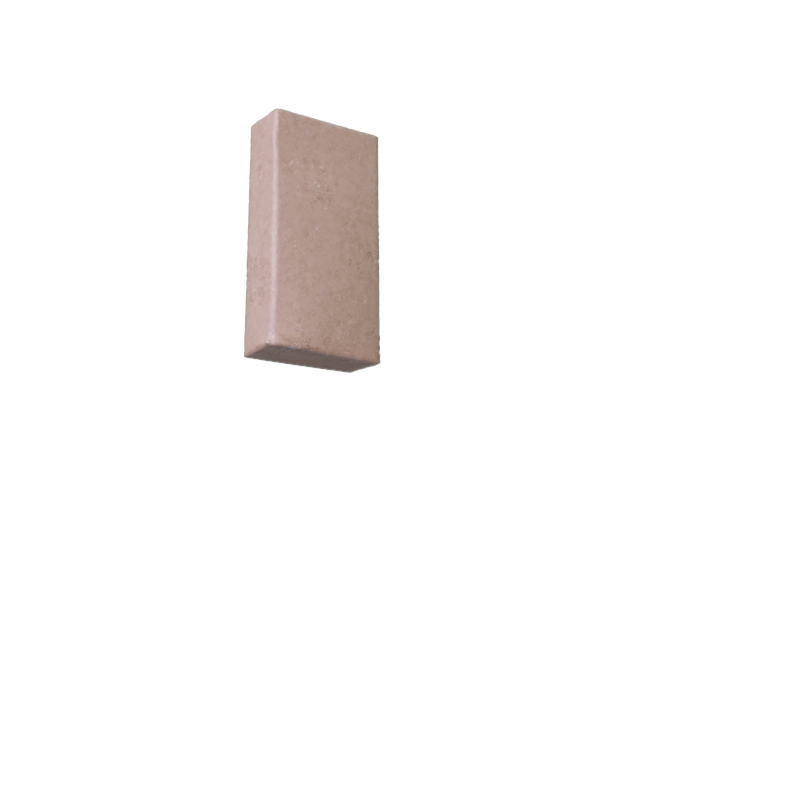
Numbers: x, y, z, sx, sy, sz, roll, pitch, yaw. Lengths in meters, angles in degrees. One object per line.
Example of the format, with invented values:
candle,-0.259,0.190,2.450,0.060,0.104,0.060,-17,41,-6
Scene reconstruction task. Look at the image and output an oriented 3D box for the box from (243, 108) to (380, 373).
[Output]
box,-0.063,-0.114,0.801,0.089,0.185,0.048,11,-23,-32
